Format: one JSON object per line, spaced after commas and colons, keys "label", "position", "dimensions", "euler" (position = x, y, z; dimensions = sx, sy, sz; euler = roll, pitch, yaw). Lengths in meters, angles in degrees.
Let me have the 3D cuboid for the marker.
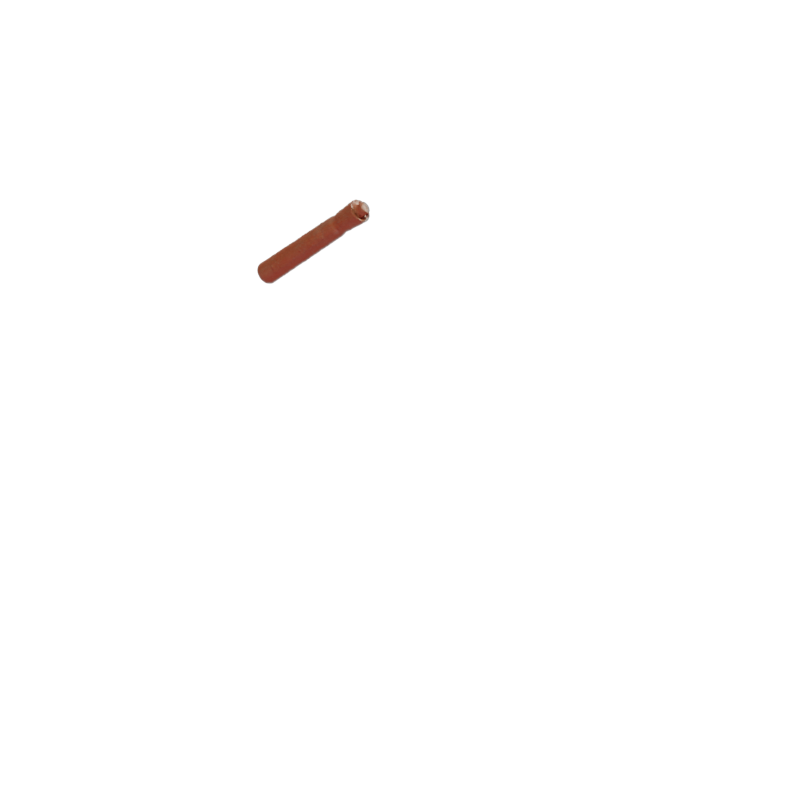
{"label": "marker", "position": [-0.067, -0.123, 0.859], "dimensions": [0.121, 0.021, 0.019], "euler": [-26, -15, 40]}
